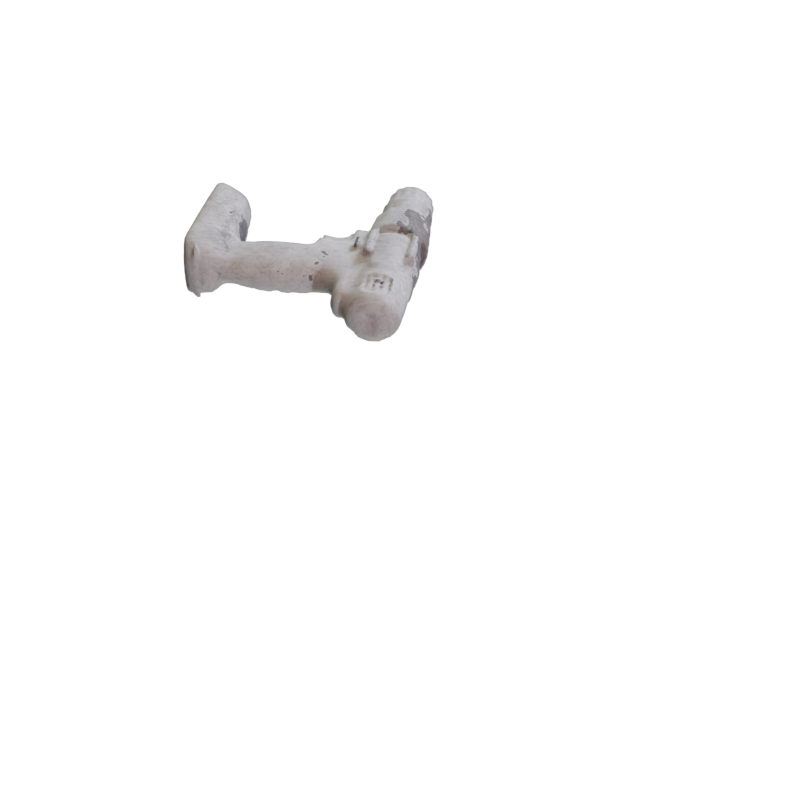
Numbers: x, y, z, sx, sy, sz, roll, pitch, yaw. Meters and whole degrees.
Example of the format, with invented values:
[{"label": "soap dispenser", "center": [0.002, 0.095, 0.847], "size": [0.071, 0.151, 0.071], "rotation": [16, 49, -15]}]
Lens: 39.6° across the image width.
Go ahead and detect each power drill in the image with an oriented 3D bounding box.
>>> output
[{"label": "power drill", "center": [-0.071, -0.130, 0.912], "size": [0.191, 0.054, 0.194], "rotation": [8, 39, 10]}]
